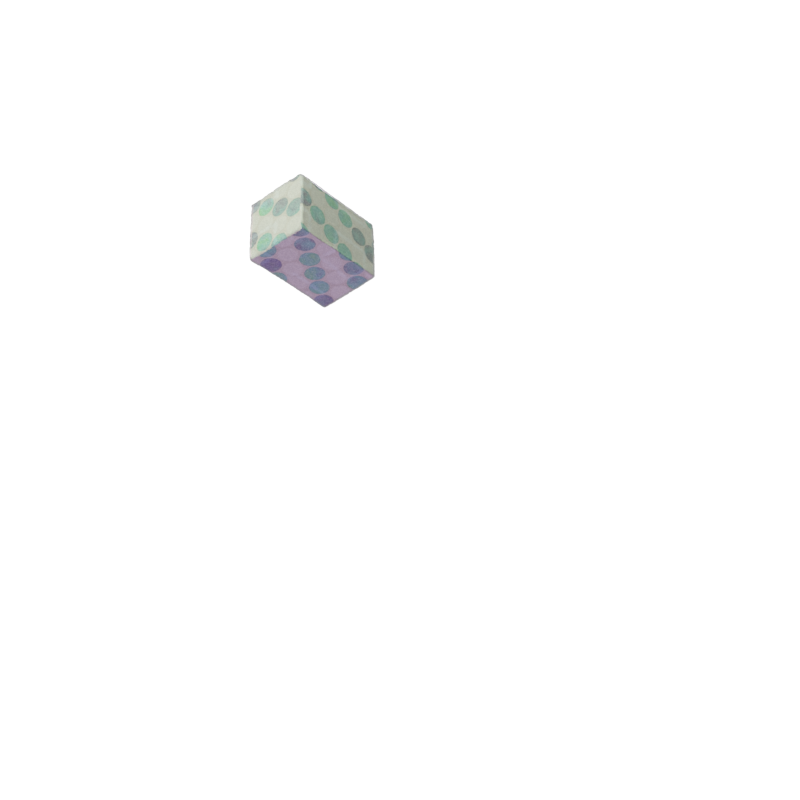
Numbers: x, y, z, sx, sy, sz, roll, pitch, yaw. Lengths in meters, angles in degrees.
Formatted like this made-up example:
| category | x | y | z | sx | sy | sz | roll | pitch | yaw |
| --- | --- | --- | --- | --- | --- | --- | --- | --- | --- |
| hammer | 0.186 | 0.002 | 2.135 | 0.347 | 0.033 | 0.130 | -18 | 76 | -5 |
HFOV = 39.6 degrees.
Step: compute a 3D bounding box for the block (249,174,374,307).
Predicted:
| category | x | y | z | sx | sy | sz | roll | pitch | yaw |
| --- | --- | --- | --- | --- | --- | --- | --- | --- | --- |
| block | -0.062 | -0.113 | 0.792 | 0.053 | 0.055 | 0.073 | -29 | -45 | 32 |
